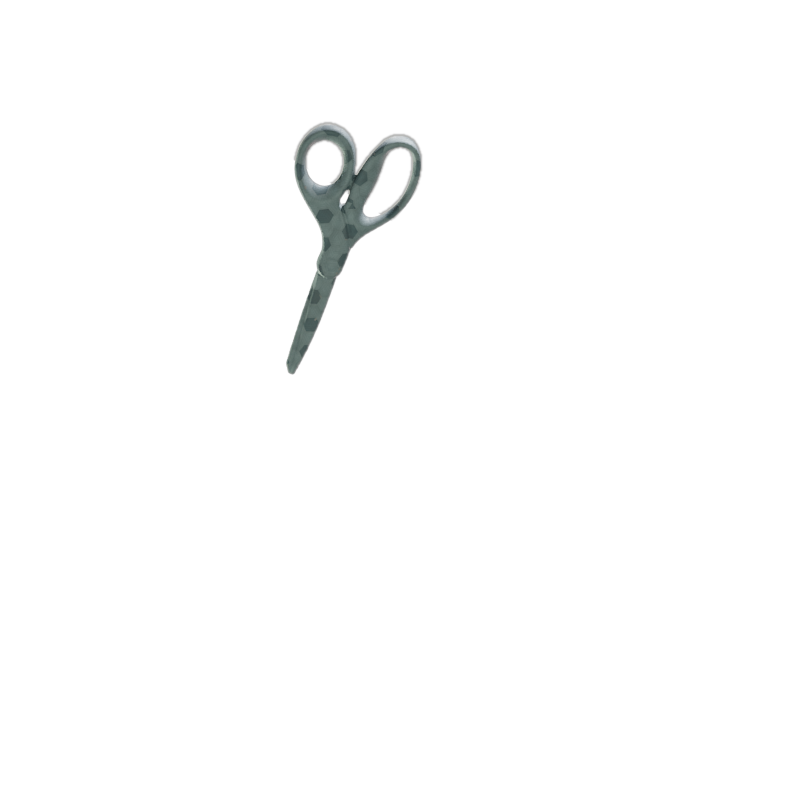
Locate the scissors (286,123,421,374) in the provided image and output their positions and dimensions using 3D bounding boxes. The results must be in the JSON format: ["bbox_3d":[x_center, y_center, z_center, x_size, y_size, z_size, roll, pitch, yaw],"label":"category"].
[{"bbox_3d":[-0.062,-0.113,0.794,0.093,0.197,0.017,33,21,-14],"label":"scissors"}]
